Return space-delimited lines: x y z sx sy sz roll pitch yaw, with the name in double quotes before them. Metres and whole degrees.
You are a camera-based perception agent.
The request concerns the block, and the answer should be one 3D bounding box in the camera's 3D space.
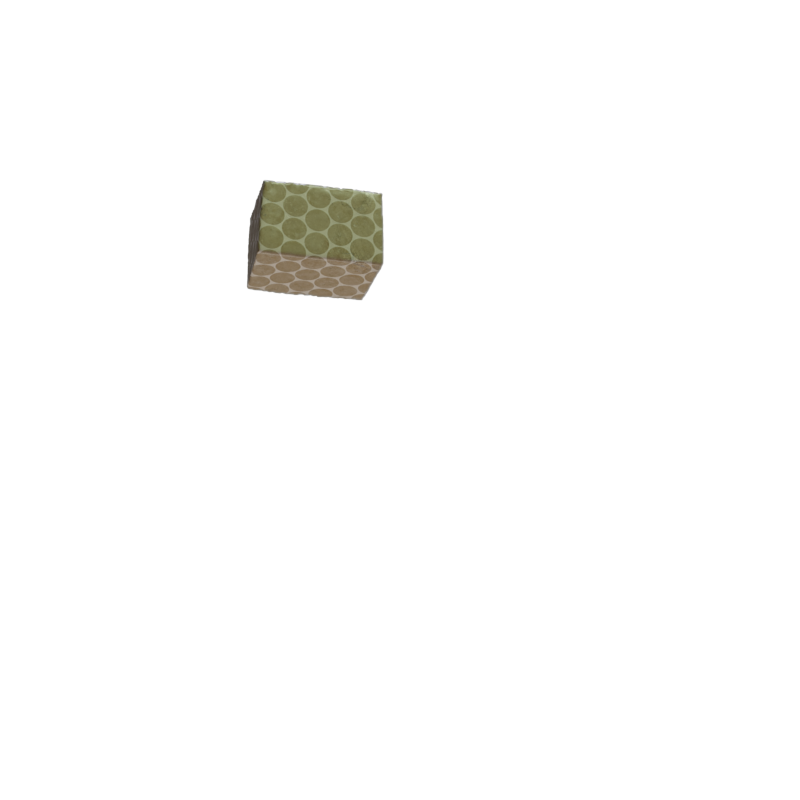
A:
"block" -0.054 -0.098 0.690 0.076 0.054 0.051 5 -26 -13
